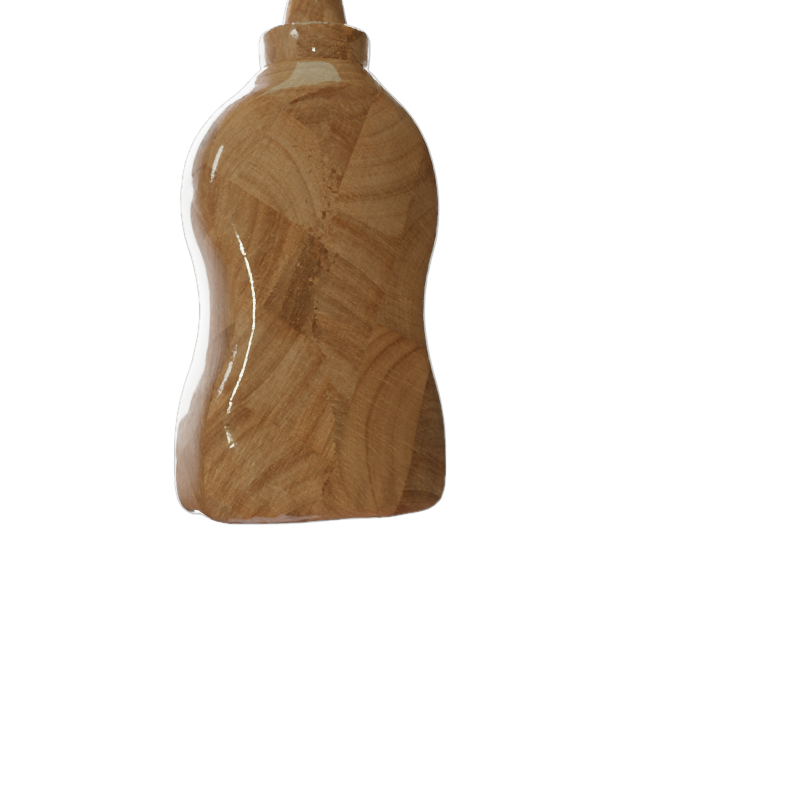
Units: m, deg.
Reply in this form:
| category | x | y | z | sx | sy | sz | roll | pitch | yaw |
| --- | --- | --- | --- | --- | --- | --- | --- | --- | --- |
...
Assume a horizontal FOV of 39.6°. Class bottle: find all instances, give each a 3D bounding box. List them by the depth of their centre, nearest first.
| category | x | y | z | sx | sy | sz | roll | pitch | yaw |
| --- | --- | --- | --- | --- | --- | --- | --- | --- | --- |
| bottle | -0.031 | -0.057 | 0.398 | 0.093 | 0.195 | 0.059 | 2 | -6 | -27 |
